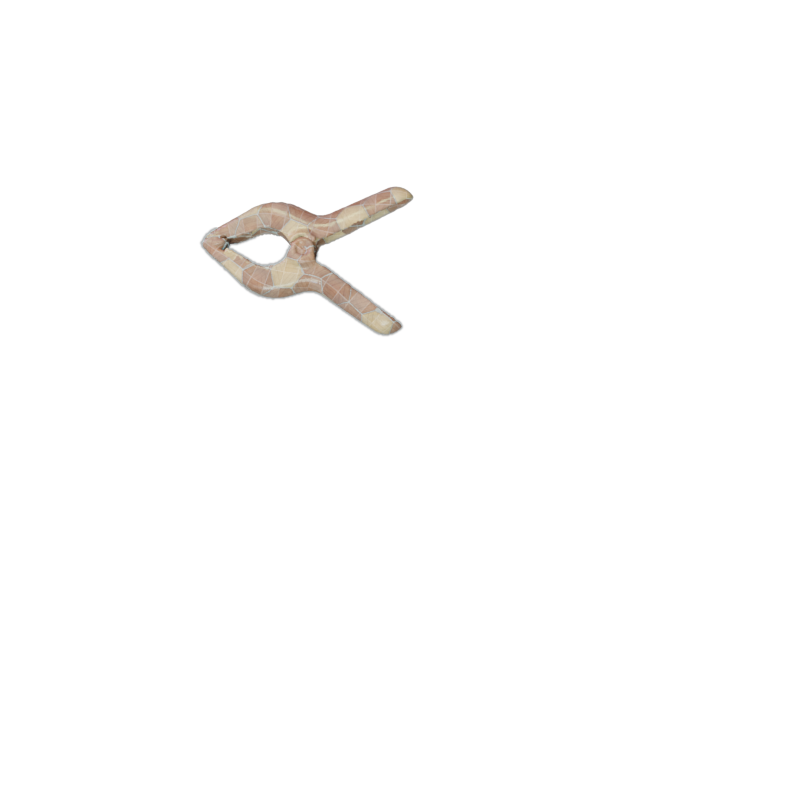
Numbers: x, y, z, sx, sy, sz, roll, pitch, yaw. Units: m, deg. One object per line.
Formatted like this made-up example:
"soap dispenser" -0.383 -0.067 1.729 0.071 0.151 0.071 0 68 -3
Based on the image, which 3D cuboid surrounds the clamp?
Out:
"clamp" -0.070 -0.128 0.896 0.173 0.124 0.038 14 -18 4
